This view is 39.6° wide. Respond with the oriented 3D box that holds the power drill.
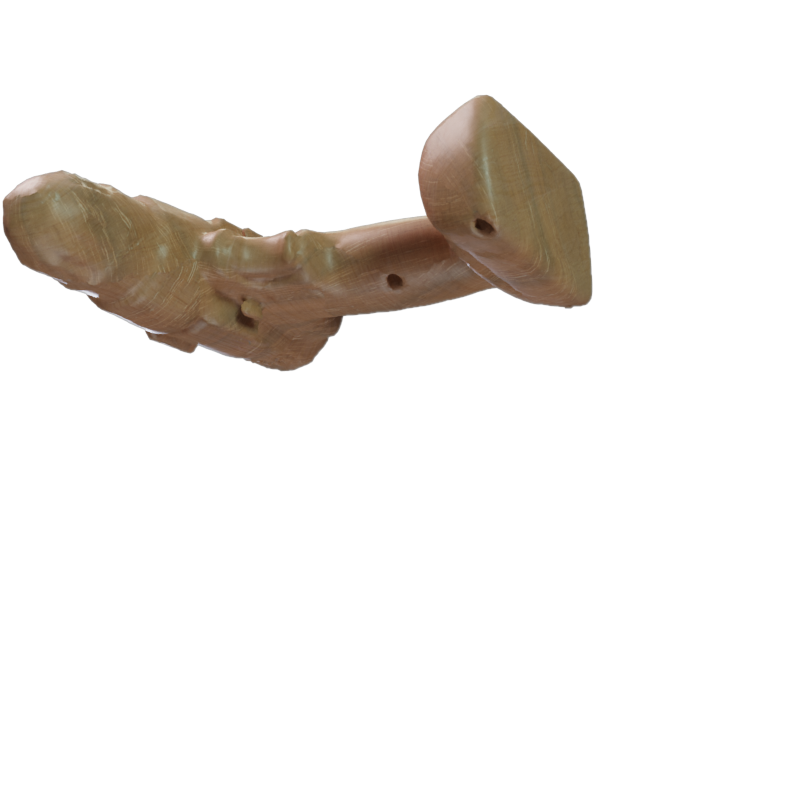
[{"bbox_3d":[-0.034,-0.062,0.437,0.192,0.060,0.173,-8,-15,31],"label":"power drill"}]
